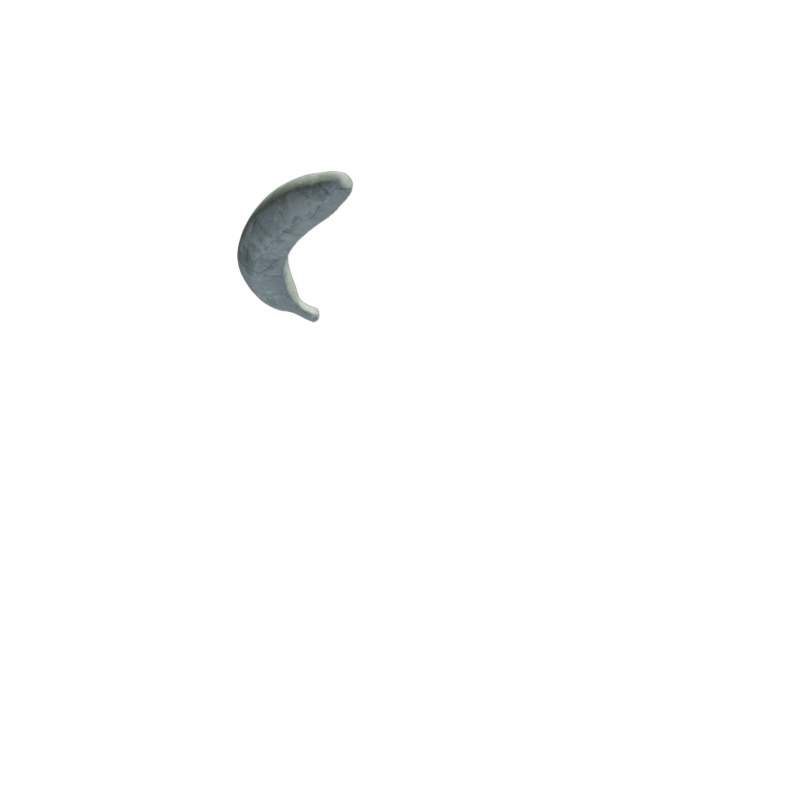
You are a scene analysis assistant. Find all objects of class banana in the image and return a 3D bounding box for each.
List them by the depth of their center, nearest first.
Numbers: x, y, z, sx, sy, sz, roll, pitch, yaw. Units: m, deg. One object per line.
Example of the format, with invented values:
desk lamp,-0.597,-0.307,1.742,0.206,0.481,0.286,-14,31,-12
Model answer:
banana,-0.081,-0.113,0.795,0.069,0.039,0.189,4,-23,-9
